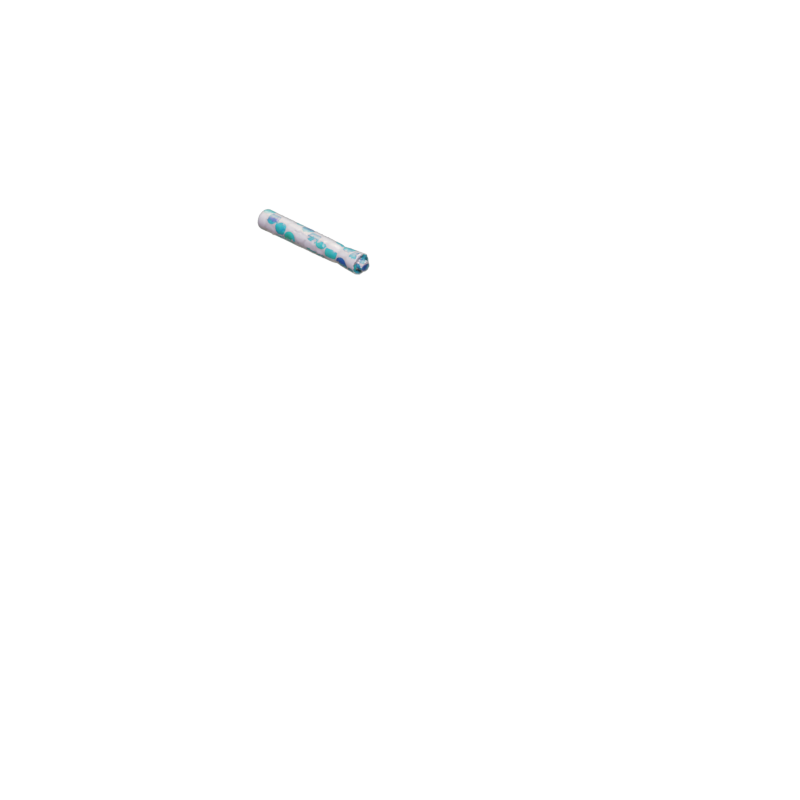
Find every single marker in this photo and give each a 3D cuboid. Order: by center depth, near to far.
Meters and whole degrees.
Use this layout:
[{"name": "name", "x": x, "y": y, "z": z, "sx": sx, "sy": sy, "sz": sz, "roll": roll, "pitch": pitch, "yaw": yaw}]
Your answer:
[{"name": "marker", "x": -0.073, "y": -0.134, "z": 0.937, "sx": 0.129, "sy": 0.019, "sz": 0.019, "roll": 29, "pitch": 21, "yaw": 36}]
